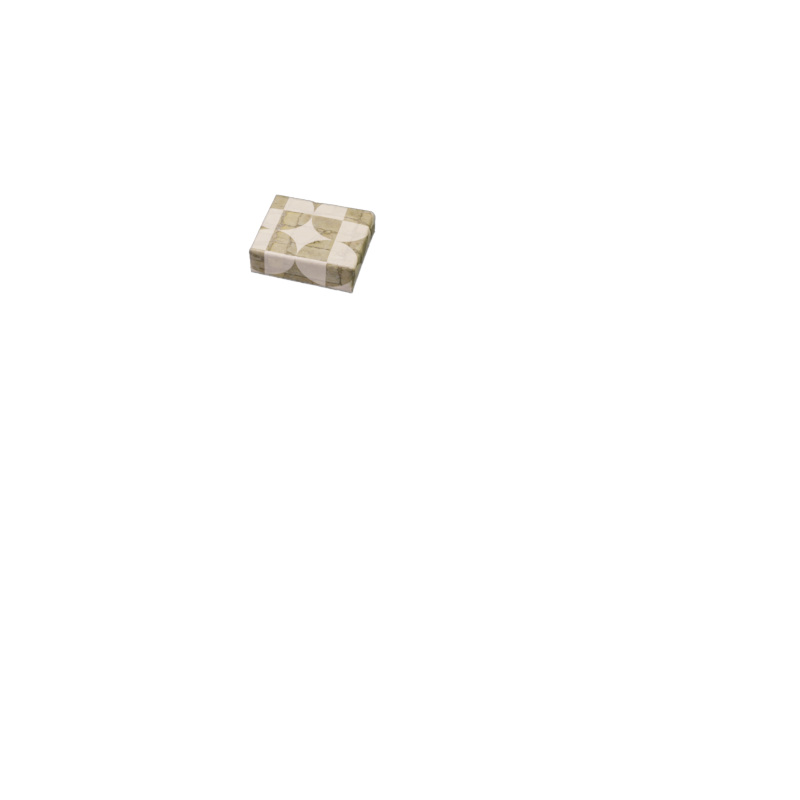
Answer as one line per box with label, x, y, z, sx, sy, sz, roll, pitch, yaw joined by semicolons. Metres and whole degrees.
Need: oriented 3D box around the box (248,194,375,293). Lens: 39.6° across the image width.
box;-0.071;-0.130;0.914;0.091;0.077;0.028;11;-42;10
